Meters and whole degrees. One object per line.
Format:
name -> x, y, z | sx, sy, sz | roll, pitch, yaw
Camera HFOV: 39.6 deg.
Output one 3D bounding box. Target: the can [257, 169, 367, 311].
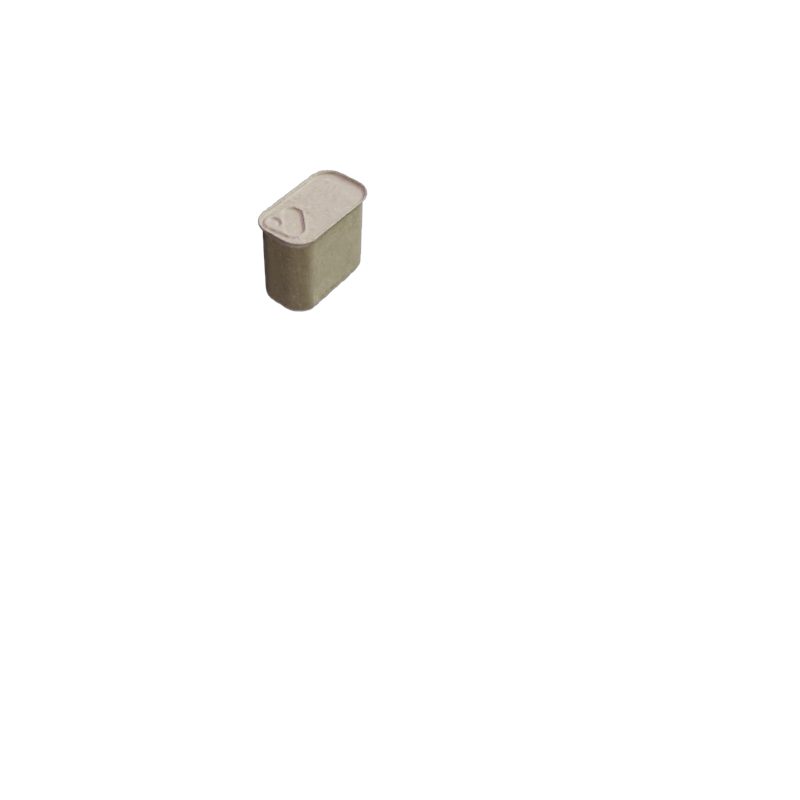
can -> -0.076, -0.139, 0.973 | 0.061, 0.078, 0.104 | 28, 51, 23
